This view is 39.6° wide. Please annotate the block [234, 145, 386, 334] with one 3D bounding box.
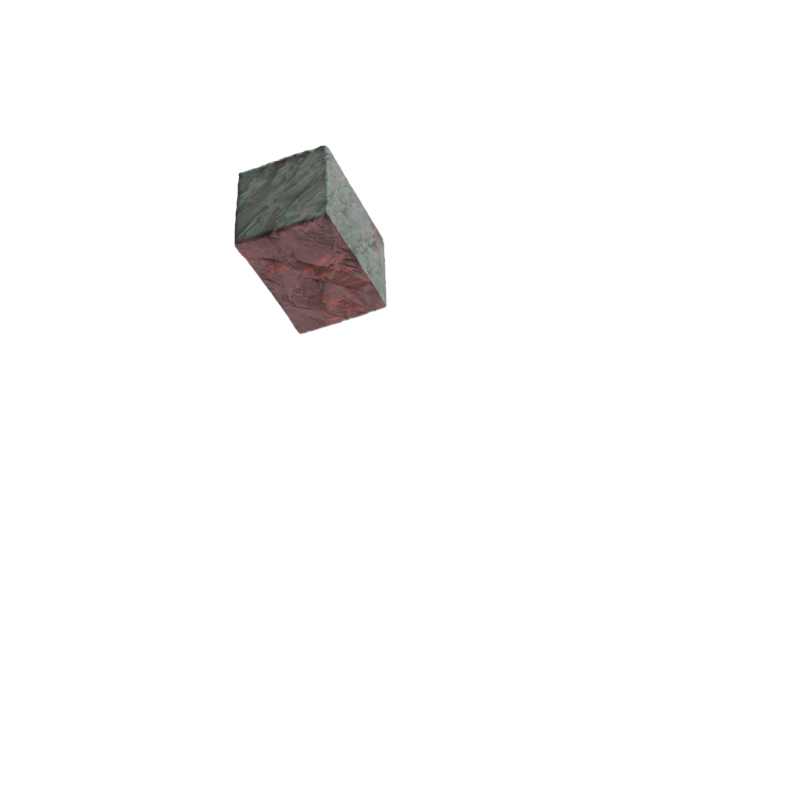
[{"bbox_3d":[-0.045,-0.082,0.573,0.053,0.055,0.072,-16,-42,16],"label":"block"}]
